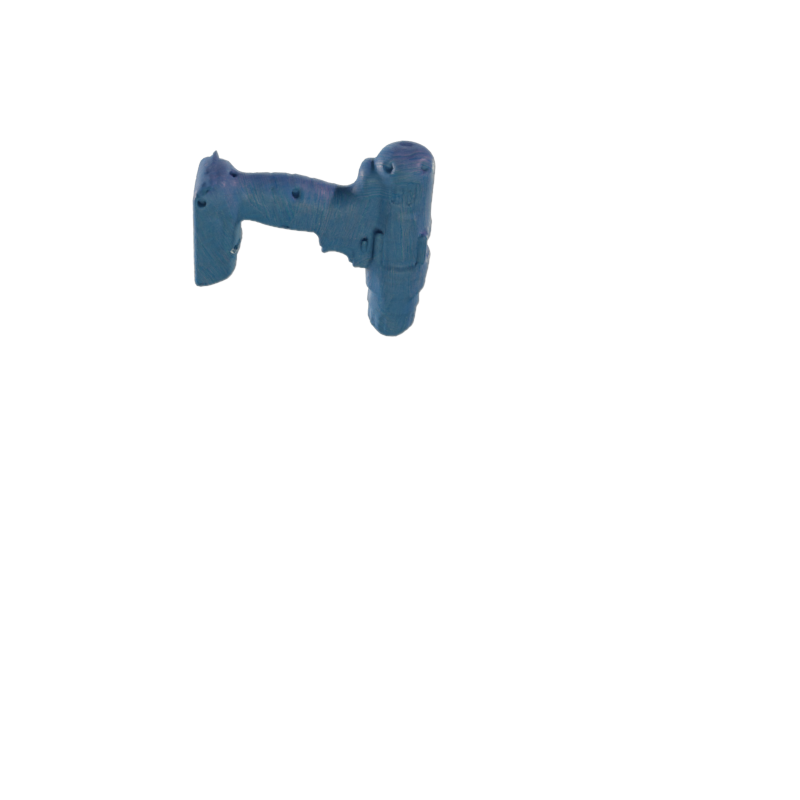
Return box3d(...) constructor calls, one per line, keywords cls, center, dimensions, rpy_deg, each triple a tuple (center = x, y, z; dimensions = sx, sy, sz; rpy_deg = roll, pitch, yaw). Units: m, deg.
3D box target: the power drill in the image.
box3d(cls="power drill", center=(-0.069, -0.126, 0.880), dimensions=(0.187, 0.172, 0.061), rpy_deg=(2, 40, -2))
